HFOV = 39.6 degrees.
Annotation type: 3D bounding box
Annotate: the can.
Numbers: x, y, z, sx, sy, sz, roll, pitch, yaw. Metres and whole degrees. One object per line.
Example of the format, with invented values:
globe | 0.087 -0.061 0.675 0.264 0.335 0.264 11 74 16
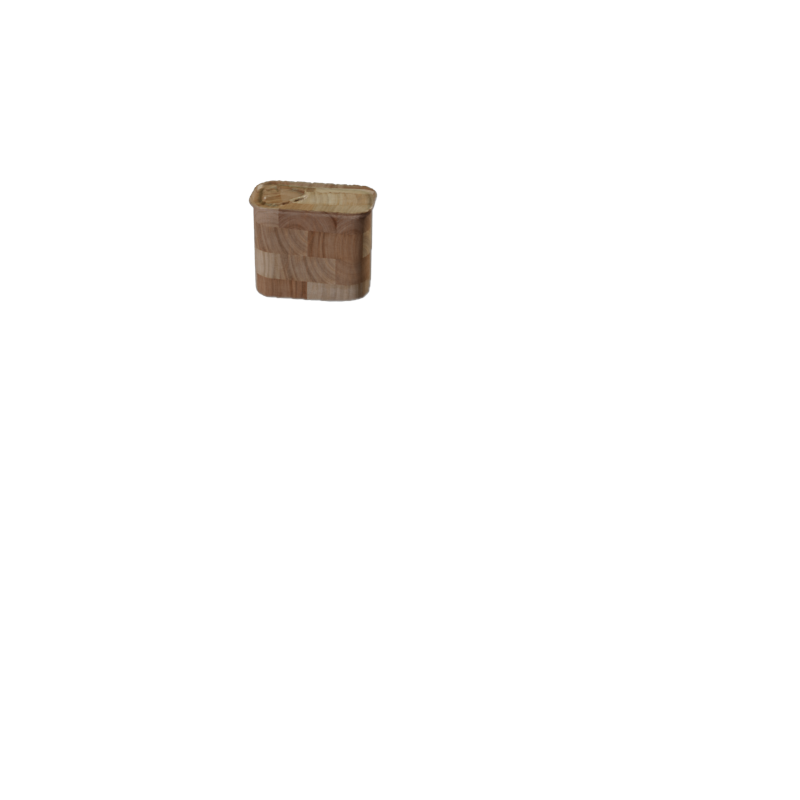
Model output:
can | -0.072 -0.131 0.916 0.103 0.079 0.060 5 30 6
